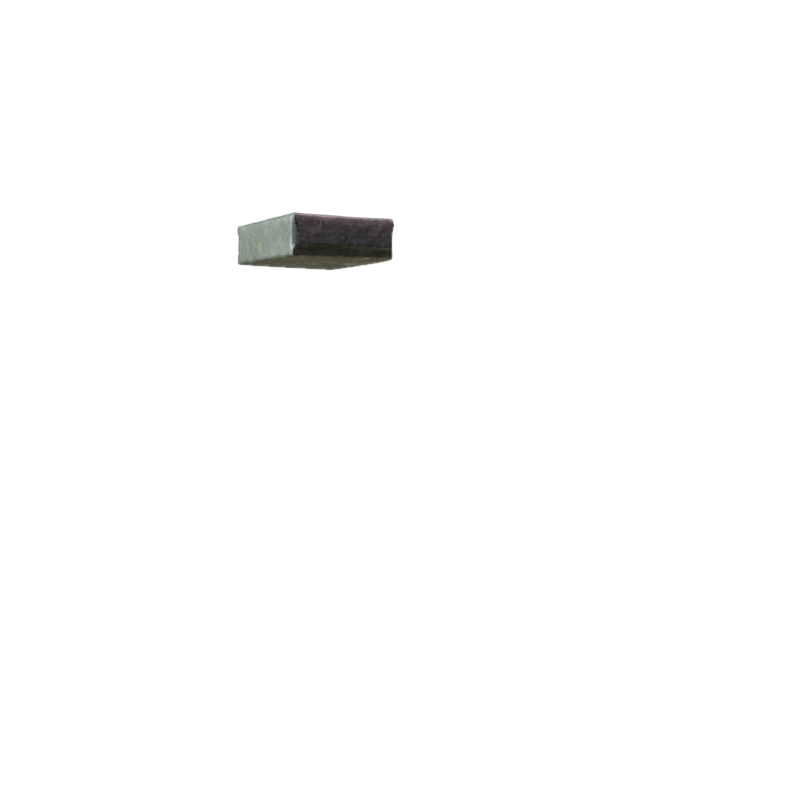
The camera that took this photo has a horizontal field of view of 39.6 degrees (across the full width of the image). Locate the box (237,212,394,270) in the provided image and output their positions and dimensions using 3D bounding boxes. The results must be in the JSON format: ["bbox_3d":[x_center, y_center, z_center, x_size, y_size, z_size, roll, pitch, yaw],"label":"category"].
[{"bbox_3d":[-0.057,-0.104,0.730,0.071,0.030,0.092,0,1,-29],"label":"box"}]
